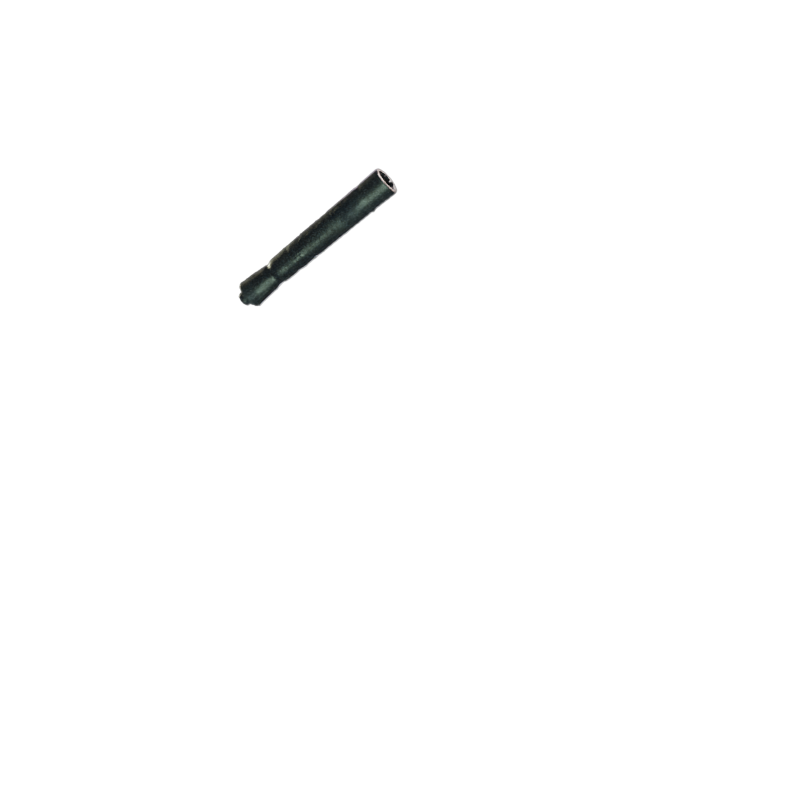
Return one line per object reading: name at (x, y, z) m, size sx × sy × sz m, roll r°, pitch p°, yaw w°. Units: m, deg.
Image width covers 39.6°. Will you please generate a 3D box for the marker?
marker at (-0.053, -0.096, 0.674) m, size 0.120 × 0.020 × 0.019 m, roll -37°, pitch -10°, yaw 20°
